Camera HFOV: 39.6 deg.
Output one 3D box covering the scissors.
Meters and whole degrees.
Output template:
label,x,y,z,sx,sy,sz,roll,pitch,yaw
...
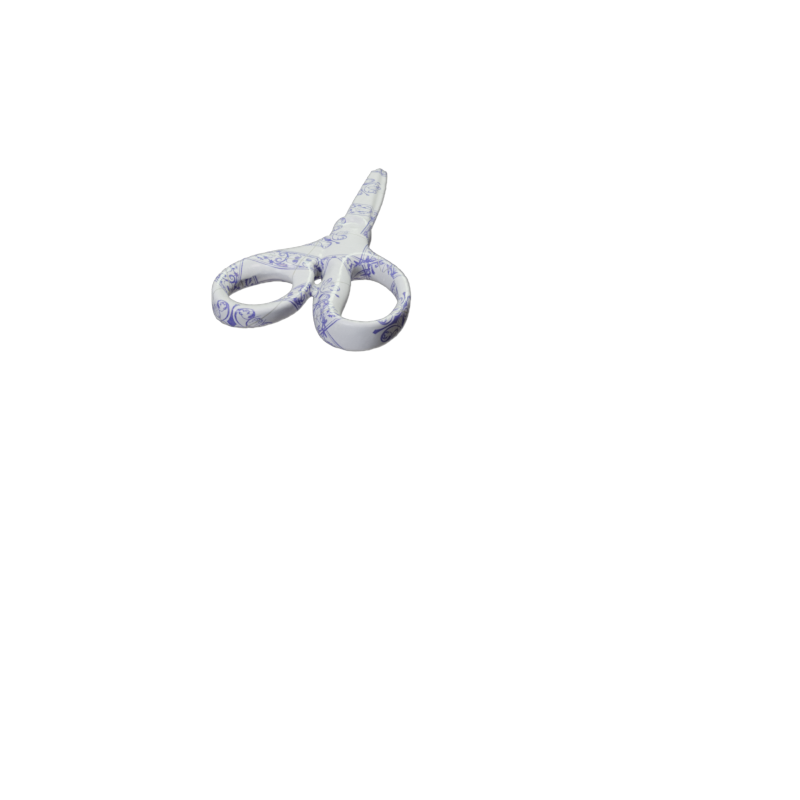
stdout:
label,x,y,z,sx,sy,sz,roll,pitch,yaw
scissors,-0.042,-0.077,0.542,0.096,0.015,0.215,-3,30,-6
